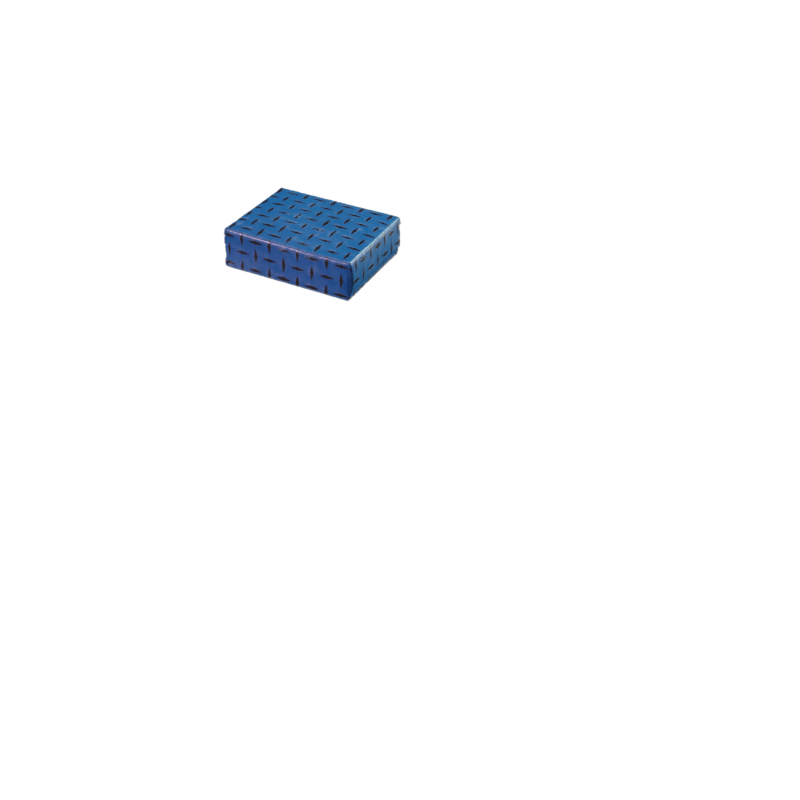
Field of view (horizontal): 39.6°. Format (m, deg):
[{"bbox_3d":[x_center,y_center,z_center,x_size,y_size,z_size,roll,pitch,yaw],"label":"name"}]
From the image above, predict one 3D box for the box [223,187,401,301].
[{"bbox_3d":[-0.068,-0.125,0.872,0.118,0.037,0.092,15,34,22],"label":"box"}]
